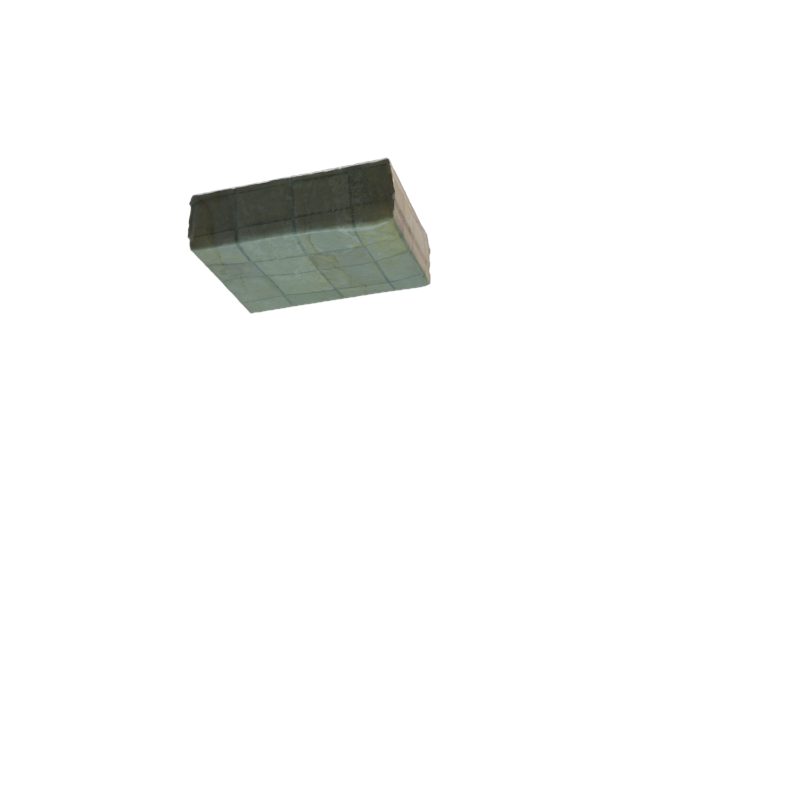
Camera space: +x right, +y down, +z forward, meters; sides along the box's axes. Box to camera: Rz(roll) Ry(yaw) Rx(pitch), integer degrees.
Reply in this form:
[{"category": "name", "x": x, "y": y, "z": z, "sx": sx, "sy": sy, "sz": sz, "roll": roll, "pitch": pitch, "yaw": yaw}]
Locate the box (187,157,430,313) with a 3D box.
[{"category": "box", "x": -0.048, "y": -0.087, "z": 0.607, "sx": 0.115, "sy": 0.041, "sz": 0.084, "roll": -6, "pitch": -21, "yaw": 15}]
